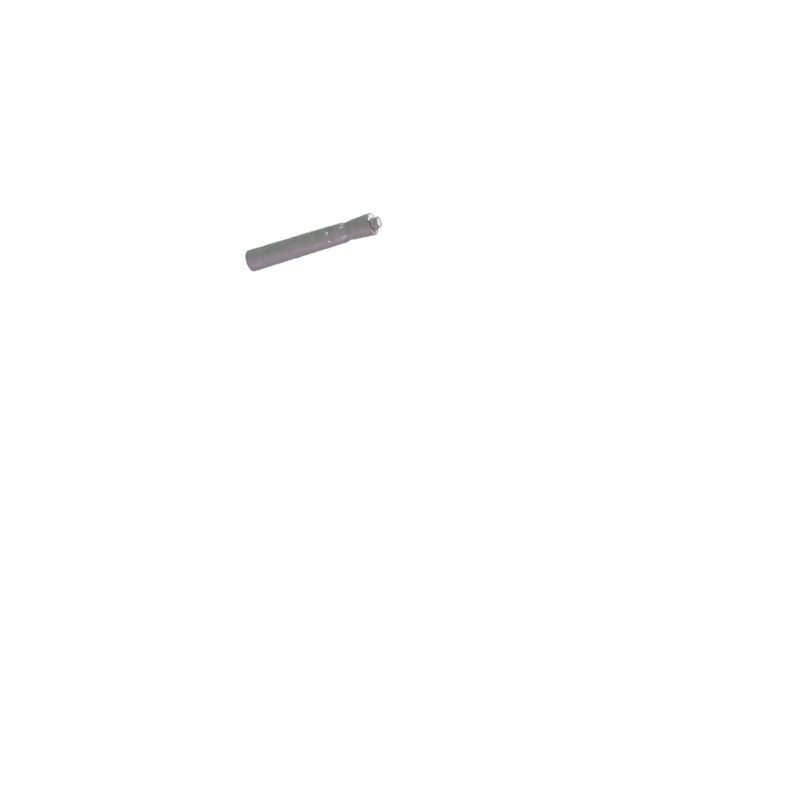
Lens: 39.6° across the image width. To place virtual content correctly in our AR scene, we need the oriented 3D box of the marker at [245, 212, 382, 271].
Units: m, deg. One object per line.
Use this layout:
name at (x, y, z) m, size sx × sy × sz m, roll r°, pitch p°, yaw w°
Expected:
marker at (-0.071, -0.130, 0.913) m, size 0.122 × 0.020 × 0.019 m, roll -13°, pitch -1°, yaw 23°
